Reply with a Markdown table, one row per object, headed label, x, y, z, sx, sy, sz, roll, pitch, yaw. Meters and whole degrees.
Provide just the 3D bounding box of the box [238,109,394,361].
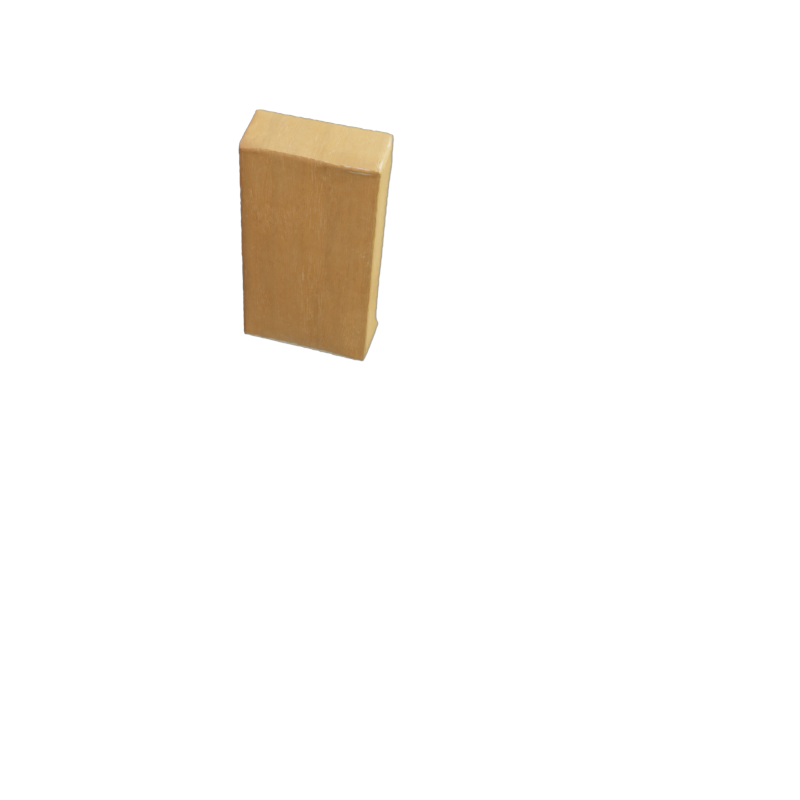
| label | x | y | z | sx | sy | sz | roll | pitch | yaw |
| --- | --- | --- | --- | --- | --- | --- | --- | --- | --- |
| box | -0.058 | -0.106 | 0.741 | 0.095 | 0.051 | 0.164 | 13 | -39 | 8 |
